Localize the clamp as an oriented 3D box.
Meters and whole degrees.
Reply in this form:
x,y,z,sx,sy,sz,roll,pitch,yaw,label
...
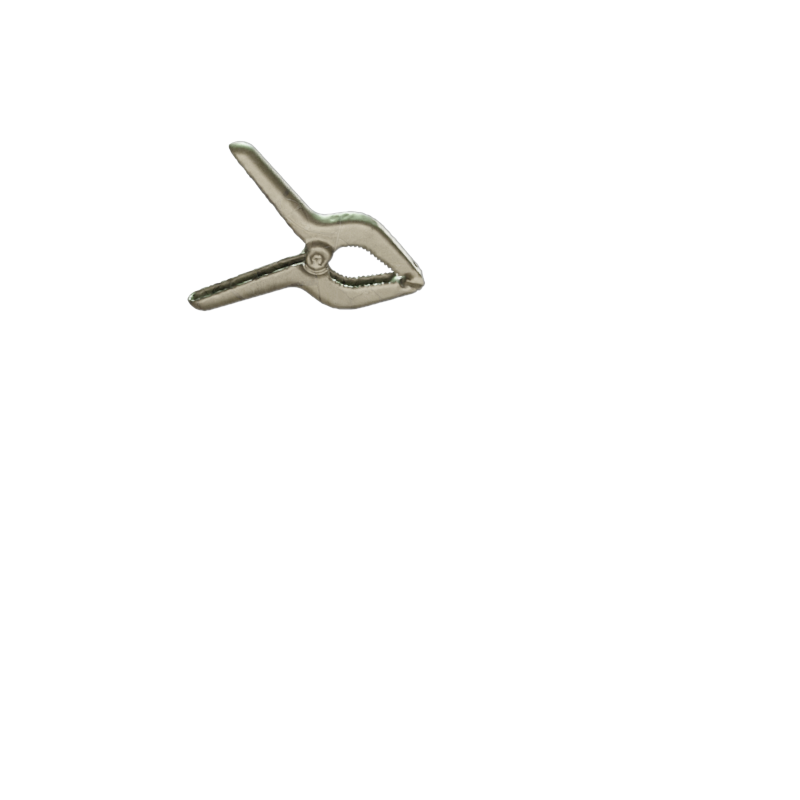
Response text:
x,y,z,sx,sy,sz,roll,pitch,yaw,label
-0.078,-0.142,0.996,0.208,0.157,0.038,9,24,-4,clamp
